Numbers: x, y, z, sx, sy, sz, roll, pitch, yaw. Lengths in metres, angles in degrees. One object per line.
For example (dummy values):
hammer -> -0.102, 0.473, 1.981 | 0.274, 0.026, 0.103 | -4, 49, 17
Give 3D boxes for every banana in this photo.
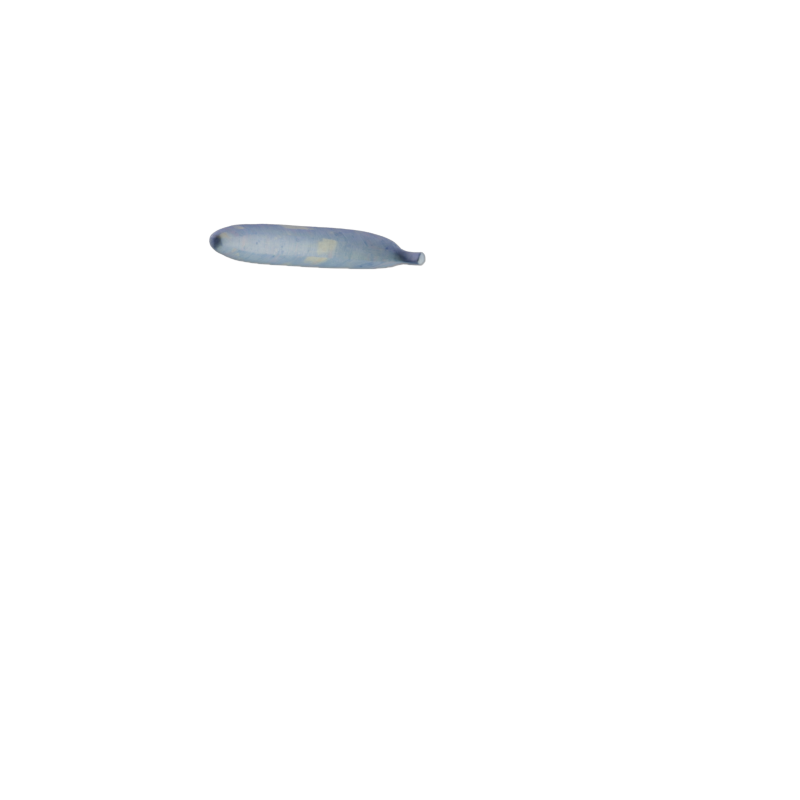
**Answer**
banana -> -0.080, -0.138, 0.985 | 0.192, 0.037, 0.071 | 0, -2, -21
